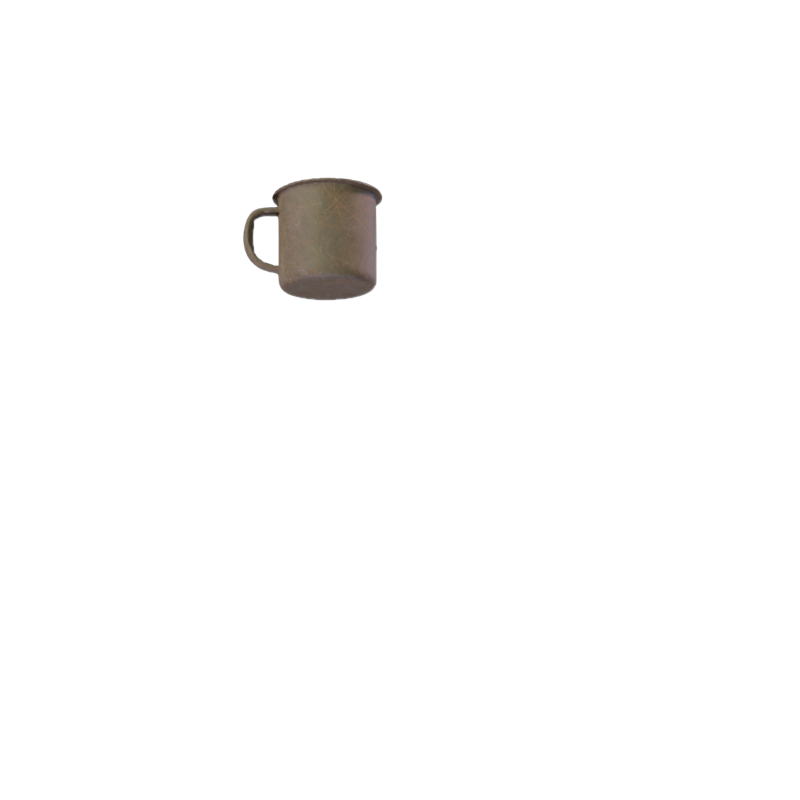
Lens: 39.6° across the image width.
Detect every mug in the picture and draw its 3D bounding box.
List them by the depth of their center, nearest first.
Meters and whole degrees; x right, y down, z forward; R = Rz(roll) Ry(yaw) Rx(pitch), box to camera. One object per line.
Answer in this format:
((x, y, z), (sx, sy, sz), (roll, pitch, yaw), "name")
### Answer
((-0.072, -0.132, 0.923), (0.115, 0.085, 0.091), (2, -14, -11), "mug")
